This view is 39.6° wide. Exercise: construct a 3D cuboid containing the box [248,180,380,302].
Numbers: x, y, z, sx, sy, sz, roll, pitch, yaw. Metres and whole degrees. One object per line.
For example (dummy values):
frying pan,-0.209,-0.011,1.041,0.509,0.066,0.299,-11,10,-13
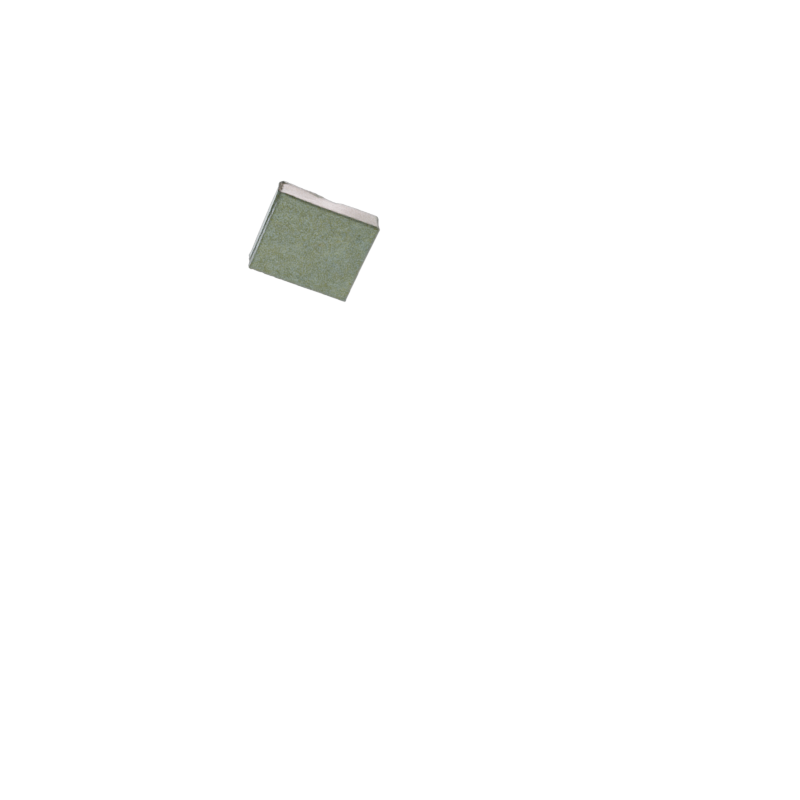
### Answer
box,-0.071,-0.130,0.910,0.087,0.070,0.032,20,26,-11
